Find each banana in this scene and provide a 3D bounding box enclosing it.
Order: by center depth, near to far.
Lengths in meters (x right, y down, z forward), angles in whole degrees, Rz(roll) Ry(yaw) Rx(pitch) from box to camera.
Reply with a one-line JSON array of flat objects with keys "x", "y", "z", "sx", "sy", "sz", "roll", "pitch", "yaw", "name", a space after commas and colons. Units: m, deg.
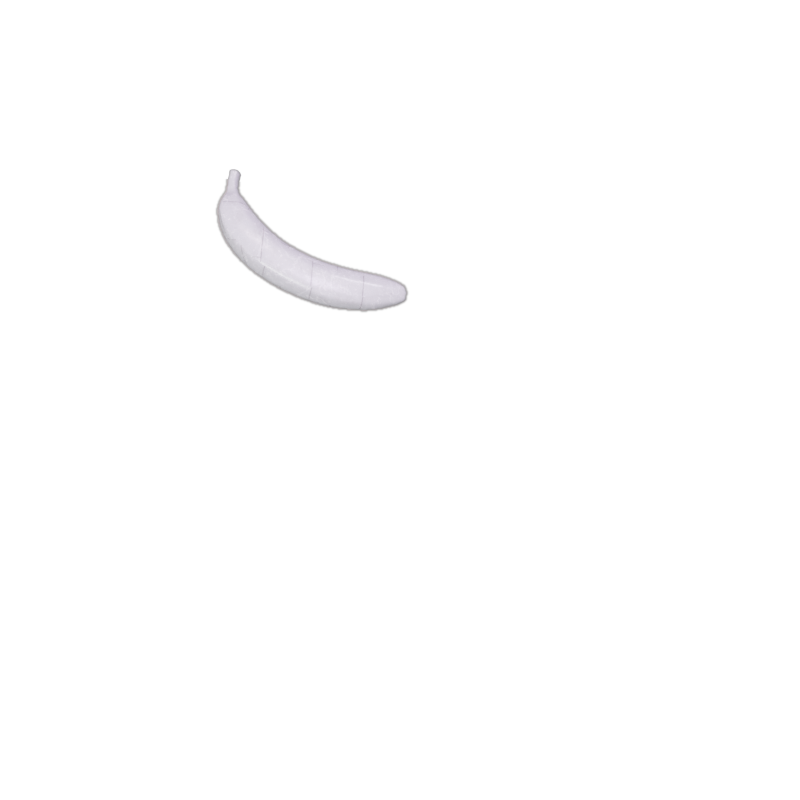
[{"x": -0.090, "y": -0.126, "z": 0.969, "sx": 0.202, "sy": 0.070, "sz": 0.035, "roll": 36, "pitch": -12, "yaw": 9, "name": "banana"}]
